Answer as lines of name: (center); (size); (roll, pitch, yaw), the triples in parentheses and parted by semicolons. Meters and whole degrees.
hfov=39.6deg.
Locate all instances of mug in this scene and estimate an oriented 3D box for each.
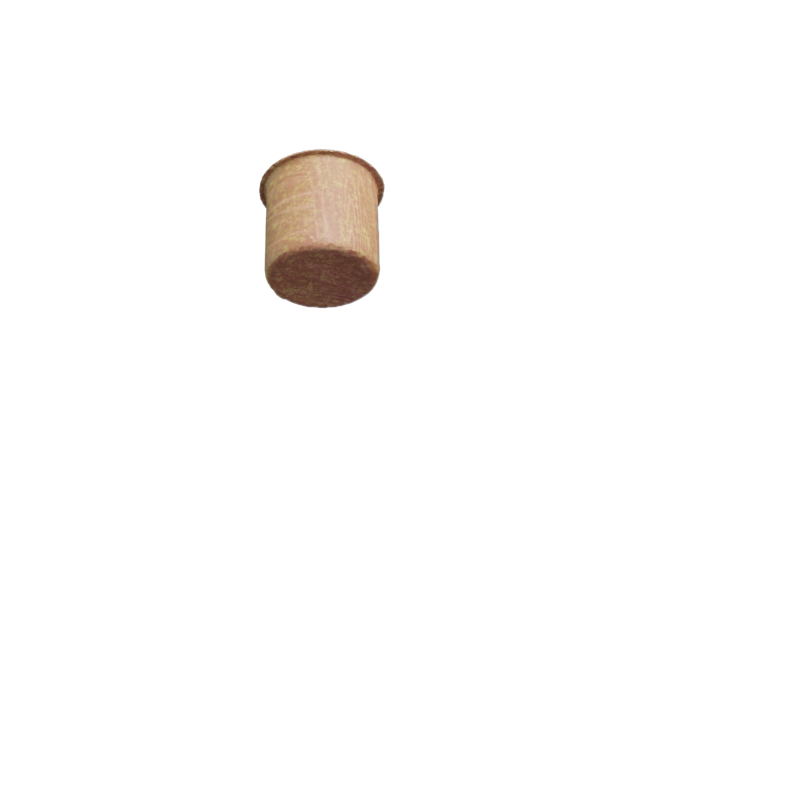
mug: (-0.063, -0.115, 0.807); (0.089, 0.087, 0.115); (19, -37, -29)
